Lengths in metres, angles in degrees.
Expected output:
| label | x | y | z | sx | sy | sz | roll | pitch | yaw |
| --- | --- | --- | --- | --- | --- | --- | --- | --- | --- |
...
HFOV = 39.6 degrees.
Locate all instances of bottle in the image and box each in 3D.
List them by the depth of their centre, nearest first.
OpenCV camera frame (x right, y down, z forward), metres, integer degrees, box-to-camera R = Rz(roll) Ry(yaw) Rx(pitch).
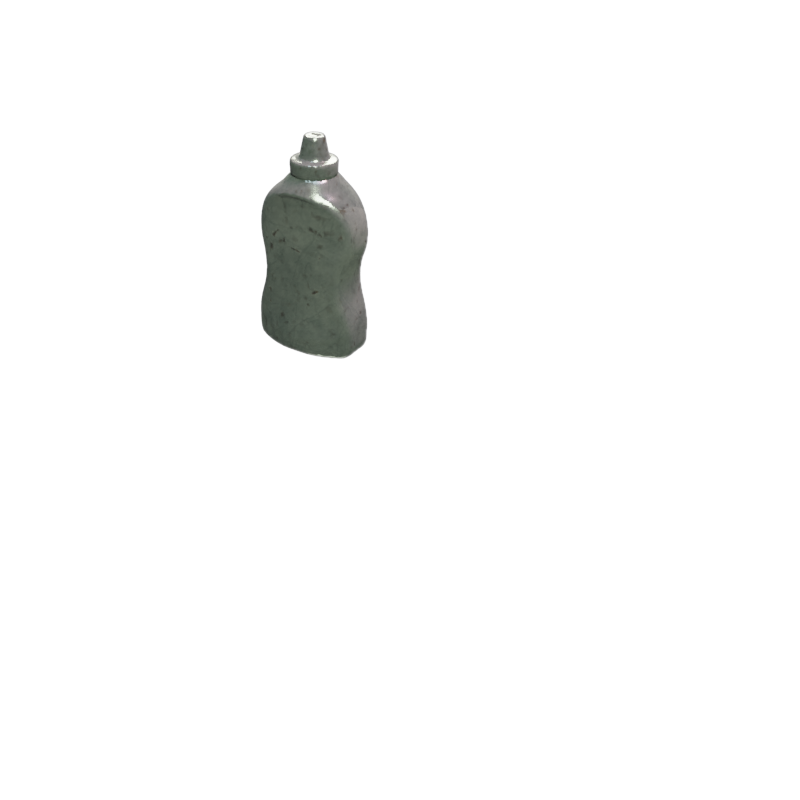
| label | x | y | z | sx | sy | sz | roll | pitch | yaw |
| --- | --- | --- | --- | --- | --- | --- | --- | --- | --- |
| bottle | -0.074 | -0.135 | 0.948 | 0.101 | 0.182 | 0.058 | 18 | 30 | 30 |
